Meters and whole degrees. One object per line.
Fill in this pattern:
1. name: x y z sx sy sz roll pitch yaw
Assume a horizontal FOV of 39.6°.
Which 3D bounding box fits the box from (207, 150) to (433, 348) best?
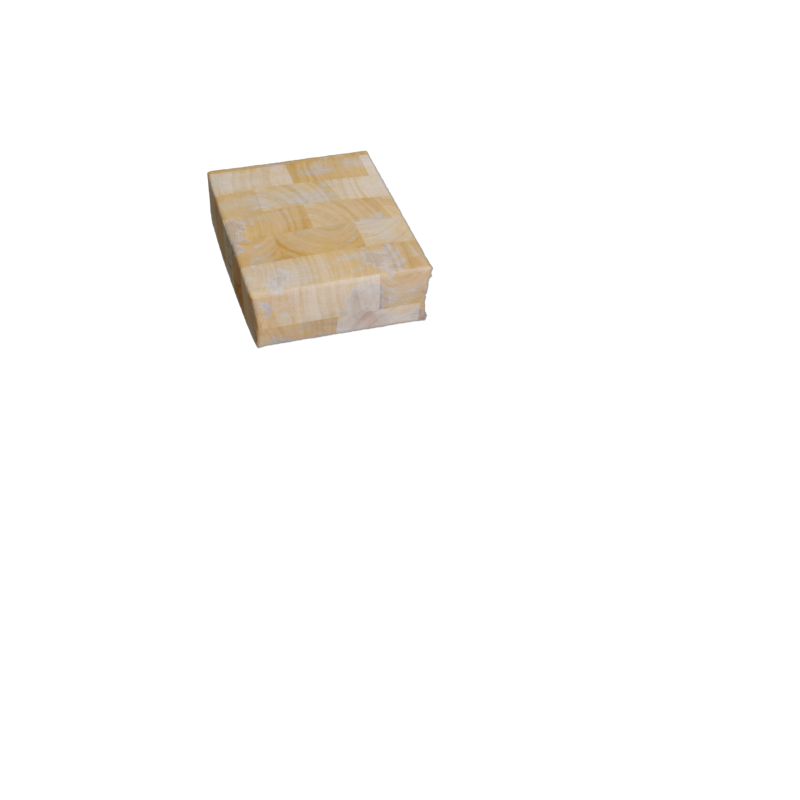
1. box: -0.044 -0.081 0.566 0.089 0.036 0.123 -11 44 -12
